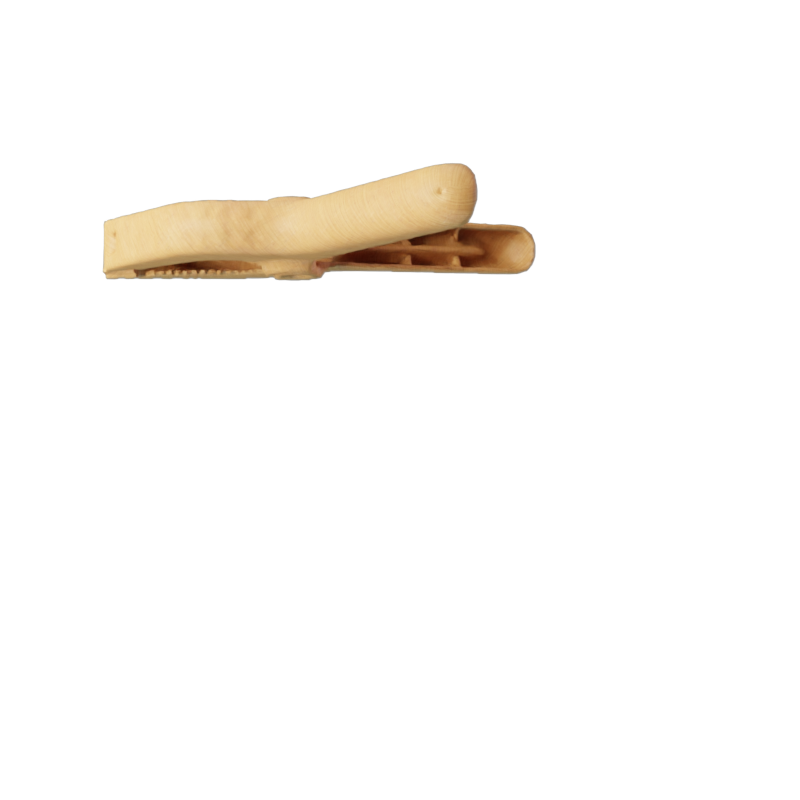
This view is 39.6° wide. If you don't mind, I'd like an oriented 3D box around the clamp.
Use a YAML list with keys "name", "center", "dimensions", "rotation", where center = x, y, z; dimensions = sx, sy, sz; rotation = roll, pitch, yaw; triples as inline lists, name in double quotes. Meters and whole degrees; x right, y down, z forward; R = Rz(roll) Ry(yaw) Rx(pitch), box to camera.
- name: "clamp"
  center: [-0.041, -0.075, 0.528]
  dimensions: [0.216, 0.037, 0.157]
  rotation: [-1, -3, 24]
